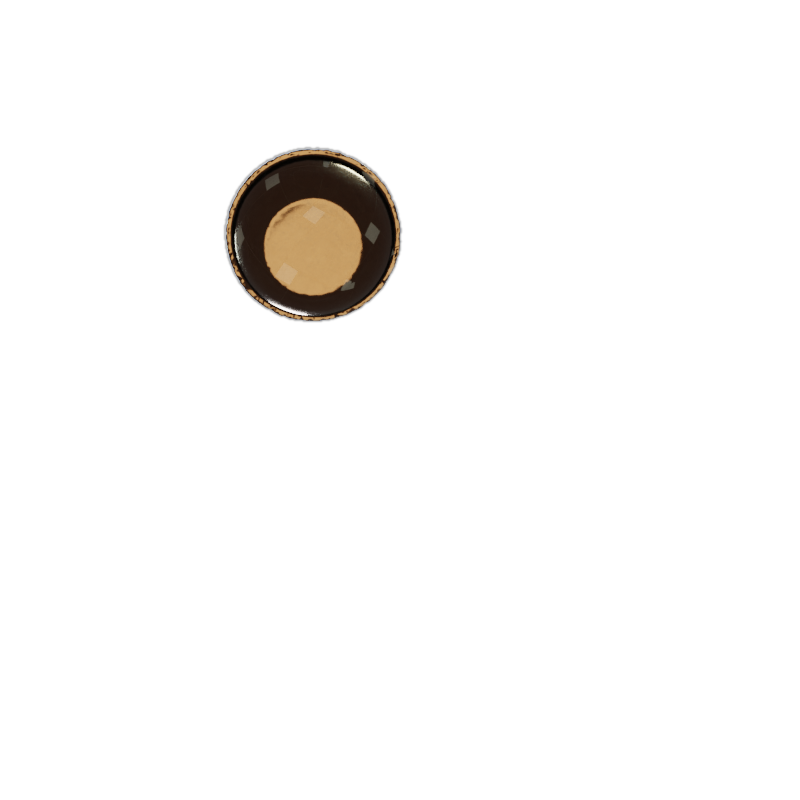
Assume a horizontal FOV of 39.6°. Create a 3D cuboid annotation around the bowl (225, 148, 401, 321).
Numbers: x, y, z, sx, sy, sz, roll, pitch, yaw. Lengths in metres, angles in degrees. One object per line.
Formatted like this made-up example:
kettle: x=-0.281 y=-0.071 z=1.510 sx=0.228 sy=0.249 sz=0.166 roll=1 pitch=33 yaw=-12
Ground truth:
bowl: x=-0.078 y=-0.142 z=0.992 sx=0.162 sy=0.158 sz=0.057 roll=0 pitch=12 yaw=-1
